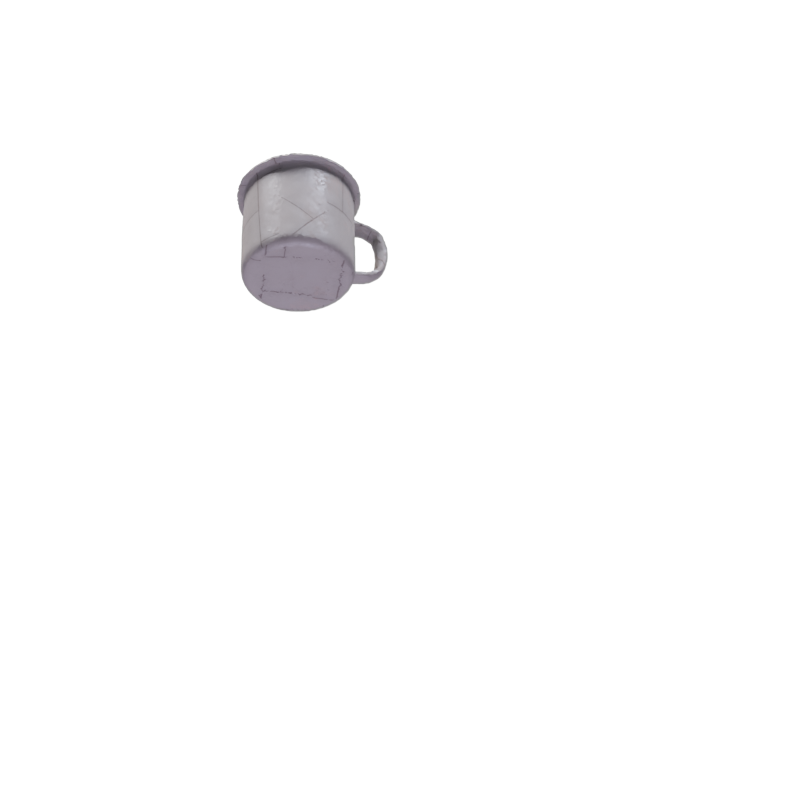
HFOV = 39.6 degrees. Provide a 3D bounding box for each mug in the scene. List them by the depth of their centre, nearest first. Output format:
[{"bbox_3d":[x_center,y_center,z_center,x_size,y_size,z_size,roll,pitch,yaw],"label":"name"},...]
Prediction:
[{"bbox_3d":[-0.064,-0.116,0.812,0.113,0.087,0.090,16,-42,-21],"label":"mug"}]
